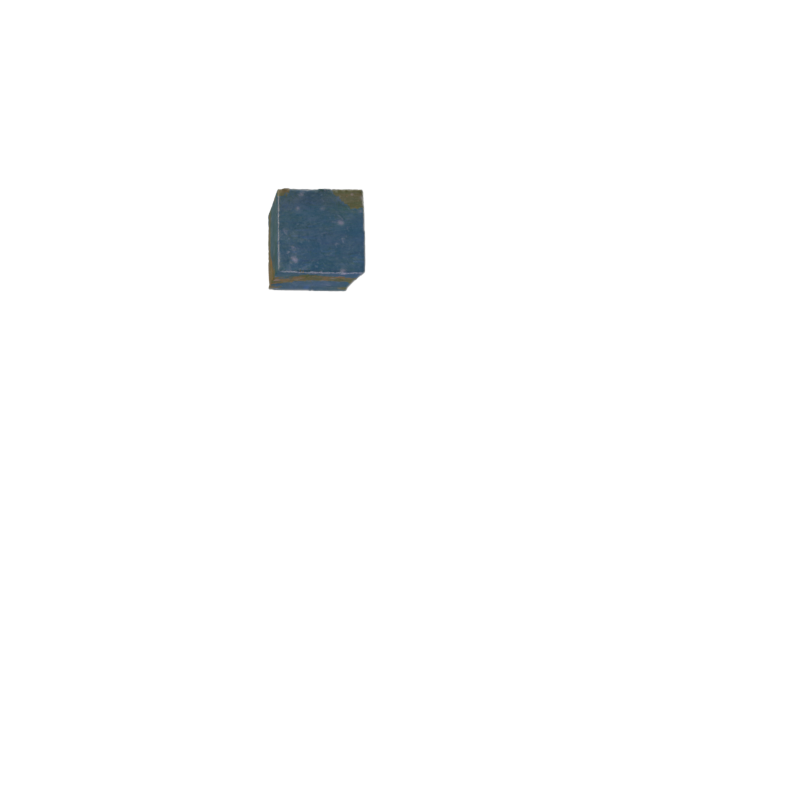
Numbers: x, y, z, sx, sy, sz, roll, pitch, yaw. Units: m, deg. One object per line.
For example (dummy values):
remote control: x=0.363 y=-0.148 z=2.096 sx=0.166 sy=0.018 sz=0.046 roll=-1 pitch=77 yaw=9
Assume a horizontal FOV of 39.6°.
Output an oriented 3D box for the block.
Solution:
block: x=-0.053 y=-0.097 z=0.682 sx=0.052 sy=0.052 sz=0.078 roll=1 pitch=-5 yaw=-10
